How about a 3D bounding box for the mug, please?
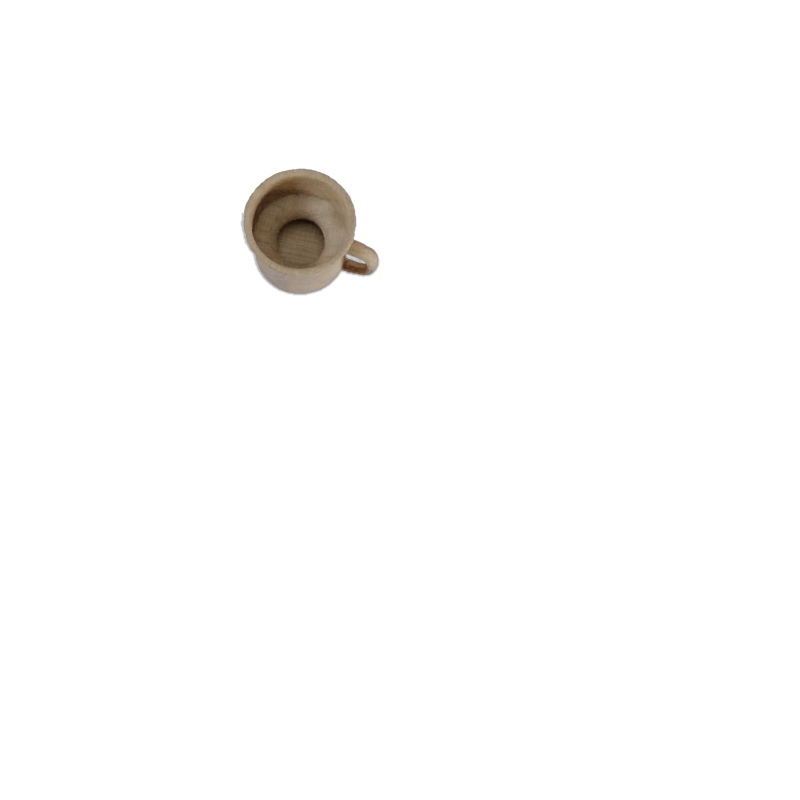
[{"bbox_3d":[-0.074,-0.134,0.941,0.118,0.096,0.078,19,-15,4],"label":"mug"}]
